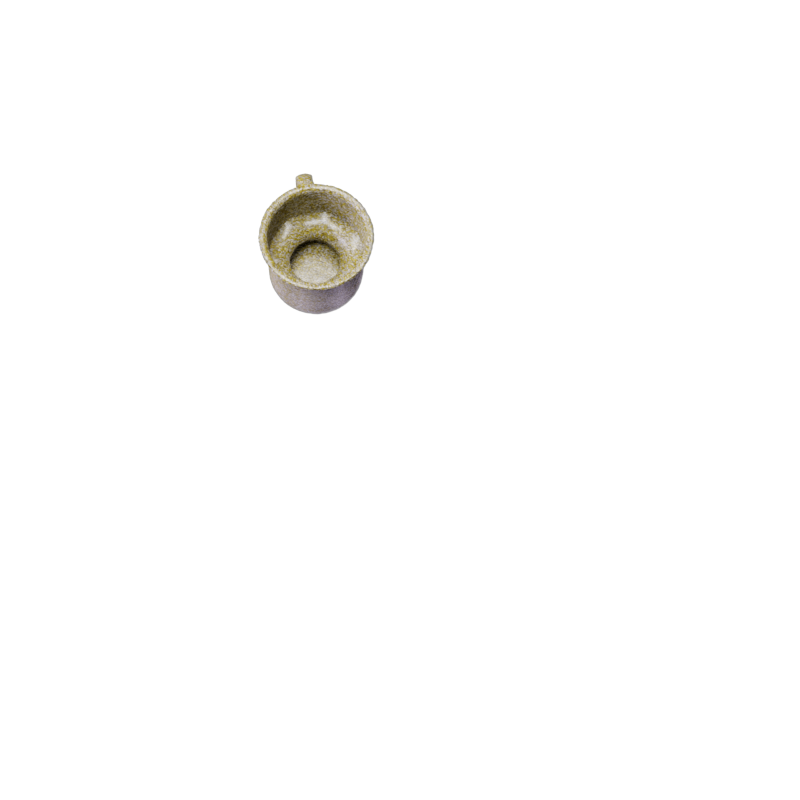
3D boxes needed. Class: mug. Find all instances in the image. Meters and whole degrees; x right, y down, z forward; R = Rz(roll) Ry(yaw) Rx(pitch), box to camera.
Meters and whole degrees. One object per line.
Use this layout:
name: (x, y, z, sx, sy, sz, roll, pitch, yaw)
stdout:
mug: (-0.073, -0.133, 0.932, 0.093, 0.124, 0.078, -12, -20, -6)
